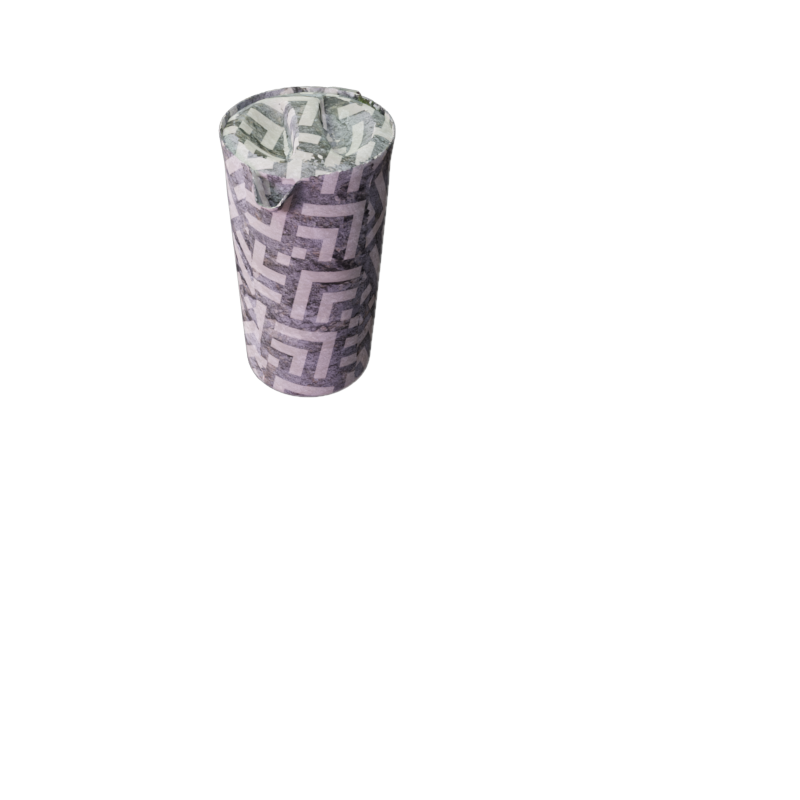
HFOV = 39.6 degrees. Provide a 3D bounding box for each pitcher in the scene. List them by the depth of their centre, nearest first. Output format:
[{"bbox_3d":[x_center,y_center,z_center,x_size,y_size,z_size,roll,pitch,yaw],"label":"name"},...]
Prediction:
[{"bbox_3d":[-0.071,-0.130,0.909,0.147,0.227,0.157,-18,44,-22],"label":"pitcher"}]
